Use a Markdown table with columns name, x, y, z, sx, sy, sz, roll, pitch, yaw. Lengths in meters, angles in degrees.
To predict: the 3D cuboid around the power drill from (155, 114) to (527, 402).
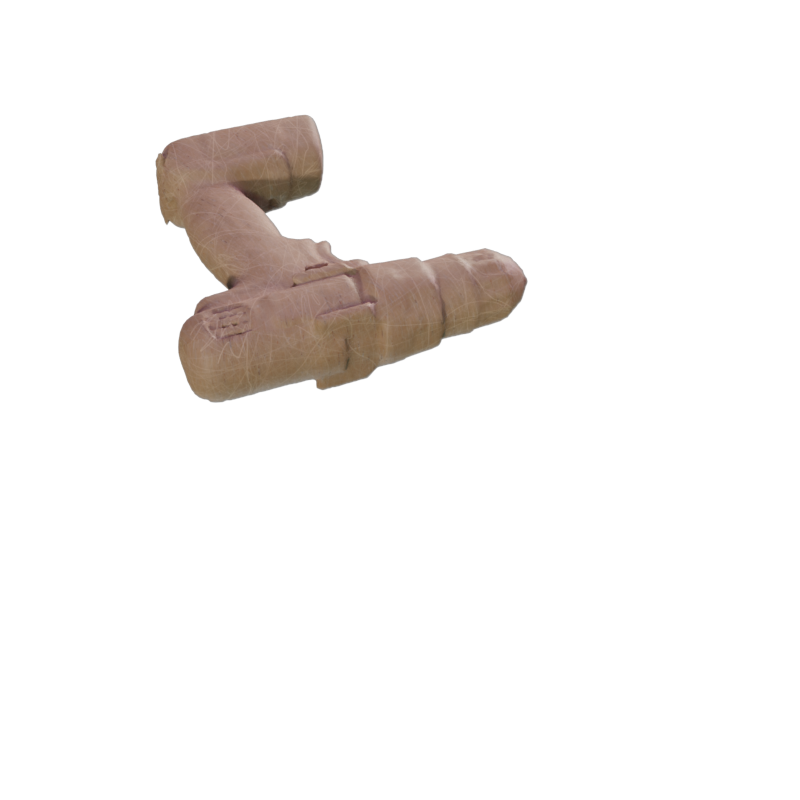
| name | x | y | z | sx | sy | sz | roll | pitch | yaw |
| --- | --- | --- | --- | --- | --- | --- | --- | --- | --- |
| power drill | -0.048 | -0.088 | 0.613 | 0.182 | 0.053 | 0.203 | -14 | 43 | -16 |
